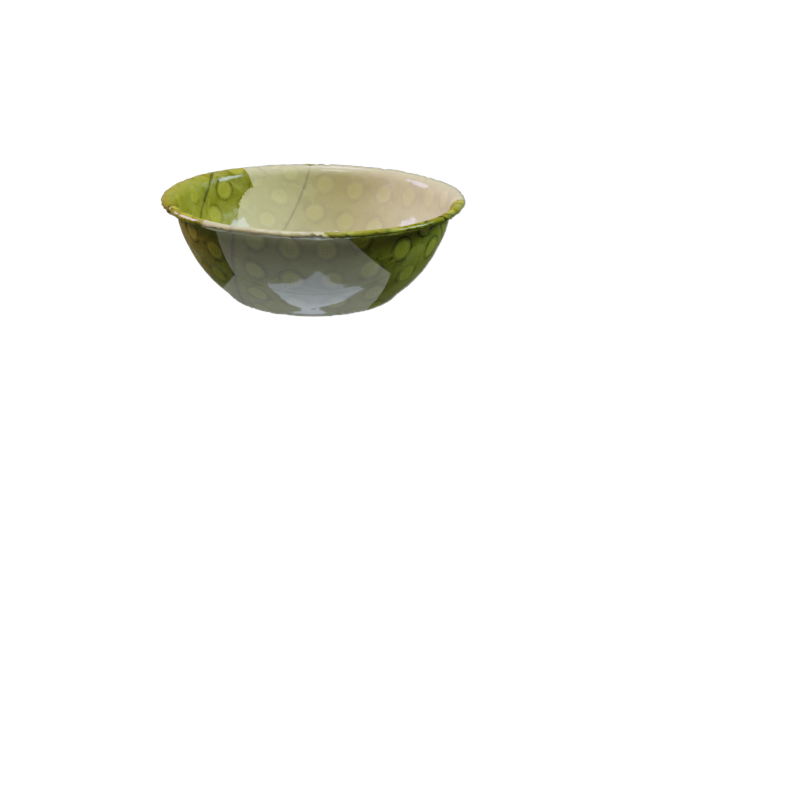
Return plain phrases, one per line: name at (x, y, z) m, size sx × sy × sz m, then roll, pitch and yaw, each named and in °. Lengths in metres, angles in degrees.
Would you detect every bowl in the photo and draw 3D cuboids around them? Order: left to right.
bowl at (-0.047, -0.085, 0.598) m, size 0.162 × 0.053 × 0.169 m, roll -1°, pitch 22°, yaw -2°
